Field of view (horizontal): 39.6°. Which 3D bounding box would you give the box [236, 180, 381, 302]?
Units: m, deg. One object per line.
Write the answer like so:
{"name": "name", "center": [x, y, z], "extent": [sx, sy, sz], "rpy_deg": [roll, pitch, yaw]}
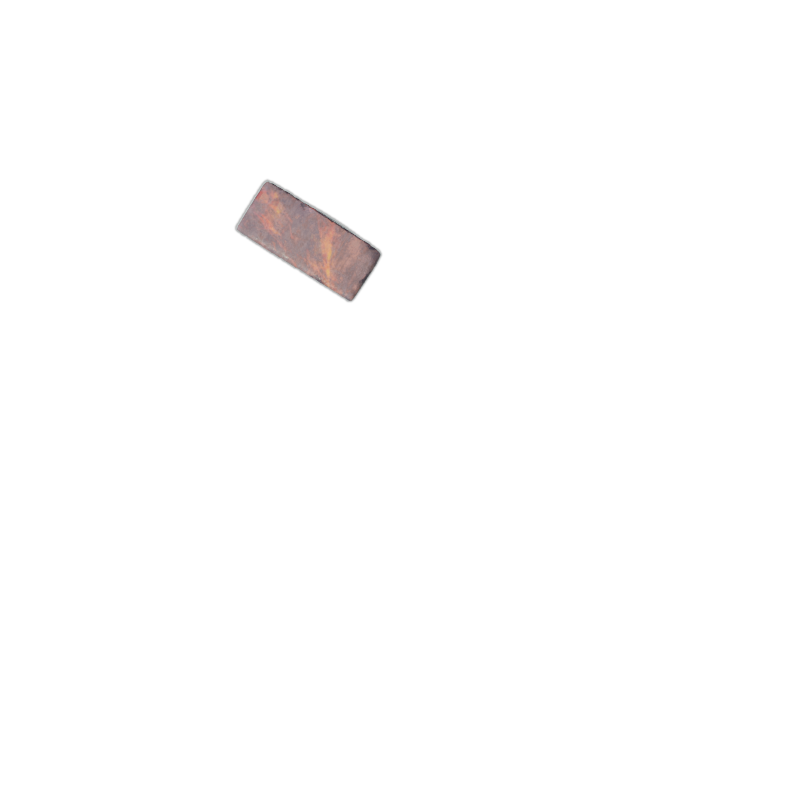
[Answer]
{"name": "box", "center": [-0.063, -0.116, 0.808], "extent": [0.093, 0.048, 0.177], "rpy_deg": [32, 2, -5]}
